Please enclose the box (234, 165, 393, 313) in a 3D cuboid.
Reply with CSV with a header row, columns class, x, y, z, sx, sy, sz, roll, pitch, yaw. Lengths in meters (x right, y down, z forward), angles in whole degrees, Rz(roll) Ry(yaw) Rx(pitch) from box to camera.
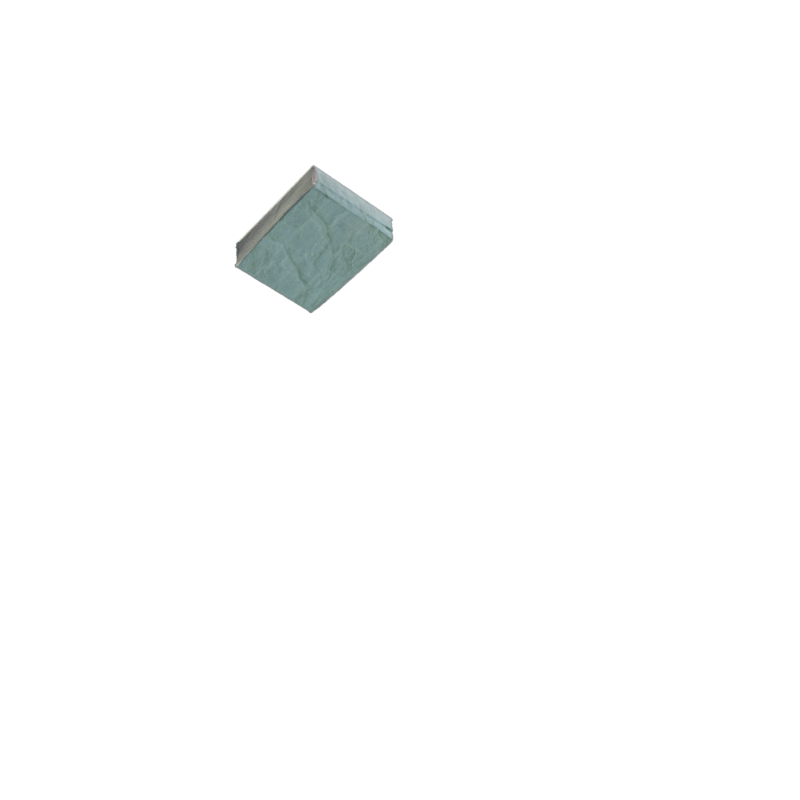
class,x,y,z,sx,sy,sz,roll,pitch,yaw
box,-0.075,-0.137,0.957,0.085,0.042,0.112,34,-59,-25
